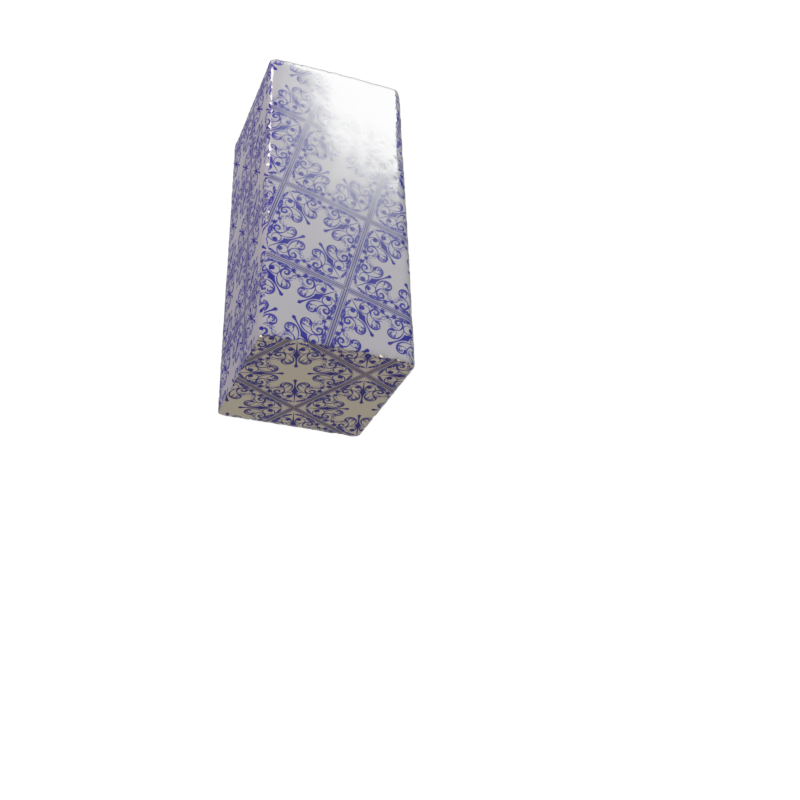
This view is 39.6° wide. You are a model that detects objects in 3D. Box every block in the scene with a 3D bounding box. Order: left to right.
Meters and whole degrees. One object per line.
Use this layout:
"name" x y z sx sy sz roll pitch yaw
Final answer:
"block" -0.052 -0.096 0.675 0.088 0.221 0.087 11 -37 -19
